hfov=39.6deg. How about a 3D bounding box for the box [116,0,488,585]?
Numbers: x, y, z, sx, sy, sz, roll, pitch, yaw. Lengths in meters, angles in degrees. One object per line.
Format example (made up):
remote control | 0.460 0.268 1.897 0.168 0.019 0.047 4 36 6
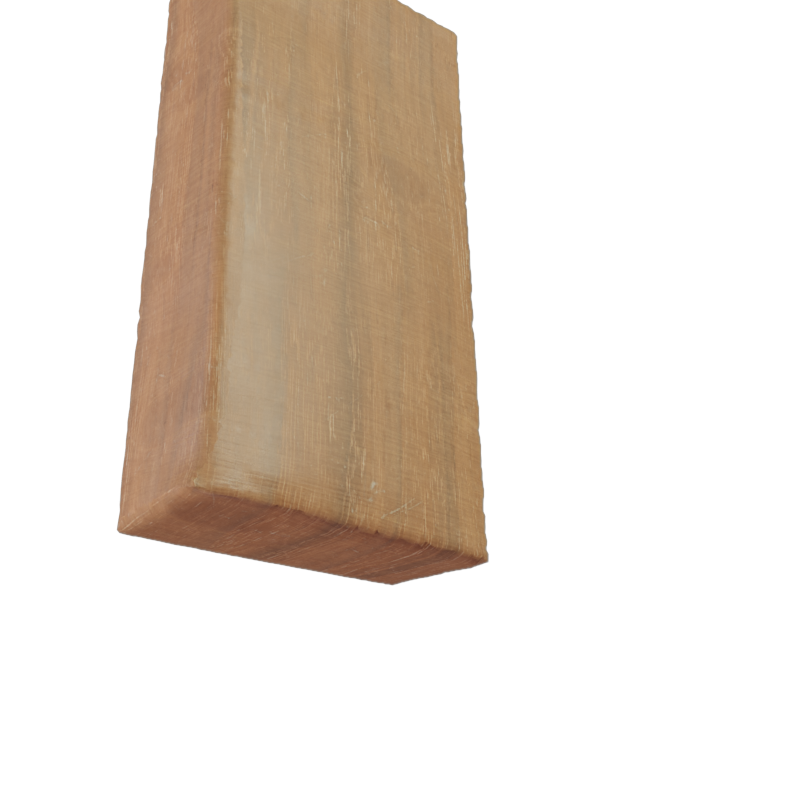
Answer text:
box | -0.025 -0.045 0.319 0.088 0.187 0.048 20 -36 -35
